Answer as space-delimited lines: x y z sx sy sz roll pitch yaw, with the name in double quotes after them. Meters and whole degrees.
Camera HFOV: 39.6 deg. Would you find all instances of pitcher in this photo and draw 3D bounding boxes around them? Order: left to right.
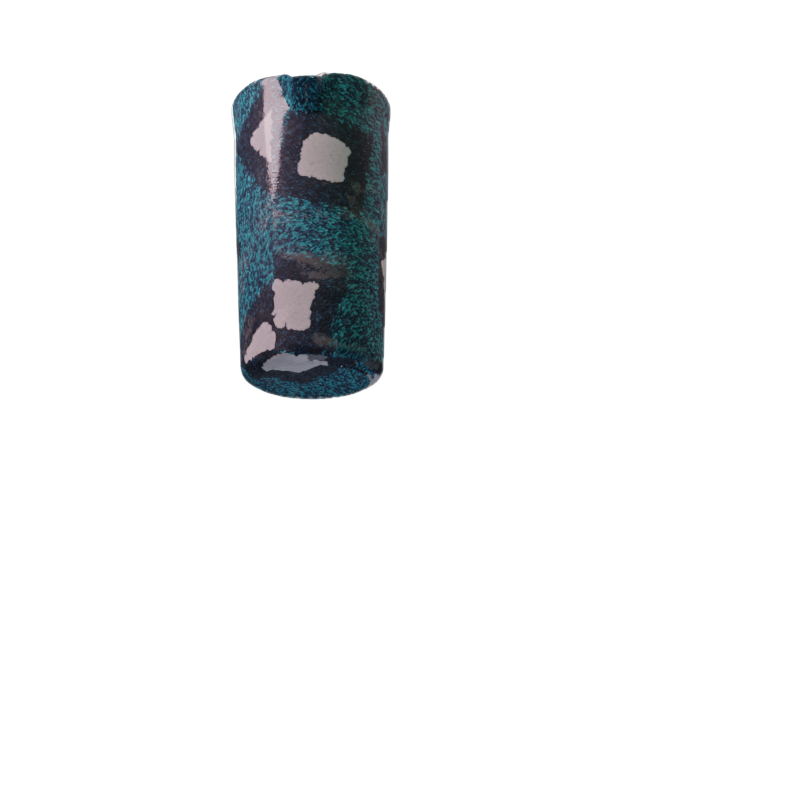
-0.070 -0.127 0.890 0.140 0.256 0.146 19 -30 -41 "pitcher"
